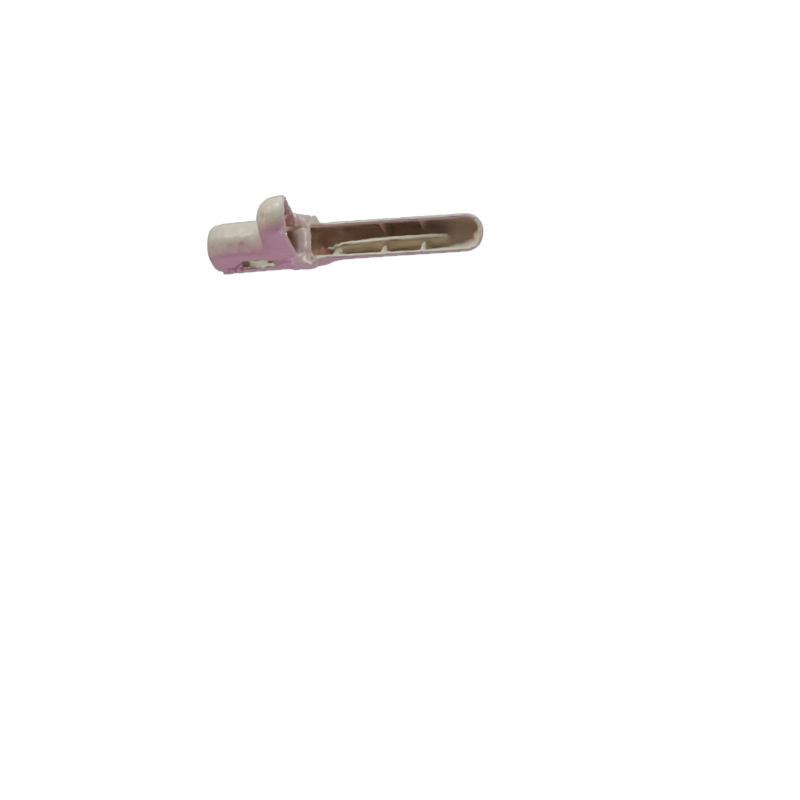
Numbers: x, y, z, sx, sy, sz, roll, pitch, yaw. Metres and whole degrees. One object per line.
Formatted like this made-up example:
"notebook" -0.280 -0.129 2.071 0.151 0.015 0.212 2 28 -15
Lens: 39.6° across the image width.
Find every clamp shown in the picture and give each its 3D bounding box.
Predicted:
"clamp" -0.059 -0.107 0.752 0.159 0.037 0.215 0 0 -30
